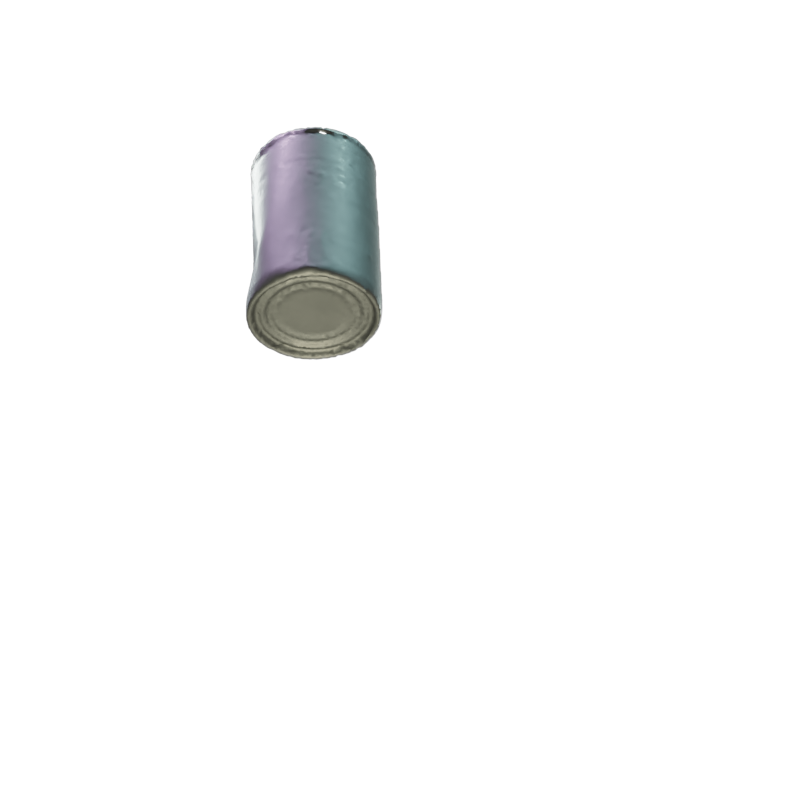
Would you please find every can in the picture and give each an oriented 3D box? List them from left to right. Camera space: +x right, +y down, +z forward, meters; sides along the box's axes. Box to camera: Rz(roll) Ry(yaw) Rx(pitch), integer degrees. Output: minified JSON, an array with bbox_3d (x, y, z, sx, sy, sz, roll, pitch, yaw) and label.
[{"bbox_3d":[-0.044,-0.081,0.565,0.068,0.110,0.064,-1,-40,-3],"label":"can"}]
